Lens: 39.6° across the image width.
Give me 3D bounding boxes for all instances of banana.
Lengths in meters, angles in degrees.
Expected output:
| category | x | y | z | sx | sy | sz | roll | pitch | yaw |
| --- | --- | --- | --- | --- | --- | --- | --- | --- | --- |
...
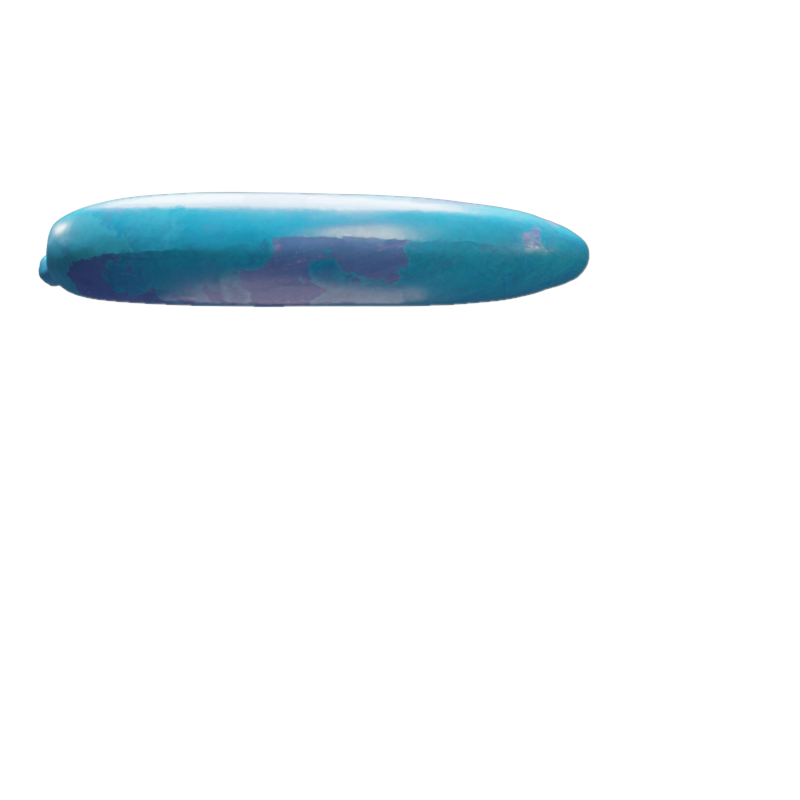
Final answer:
| category | x | y | z | sx | sy | sz | roll | pitch | yaw |
| --- | --- | --- | --- | --- | --- | --- | --- | --- | --- |
| banana | -0.035 | -0.051 | 0.368 | 0.199 | 0.036 | 0.070 | 1 | 11 | 6 |
